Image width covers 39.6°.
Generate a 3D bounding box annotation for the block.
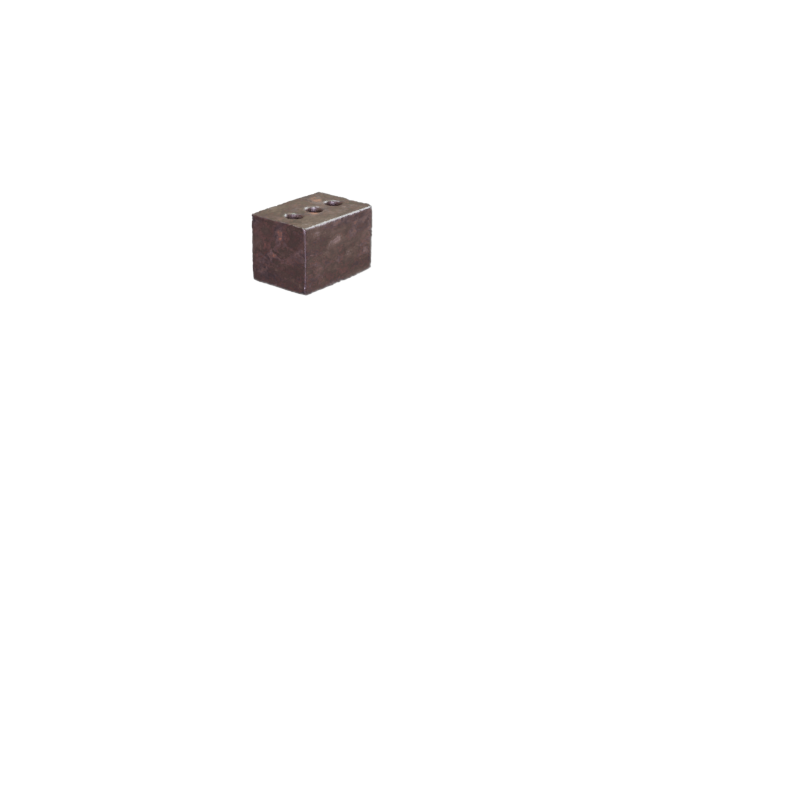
[{"bbox_3d":[-0.063,-0.115,0.809,0.056,0.049,0.077,17,29,34],"label":"block"}]
